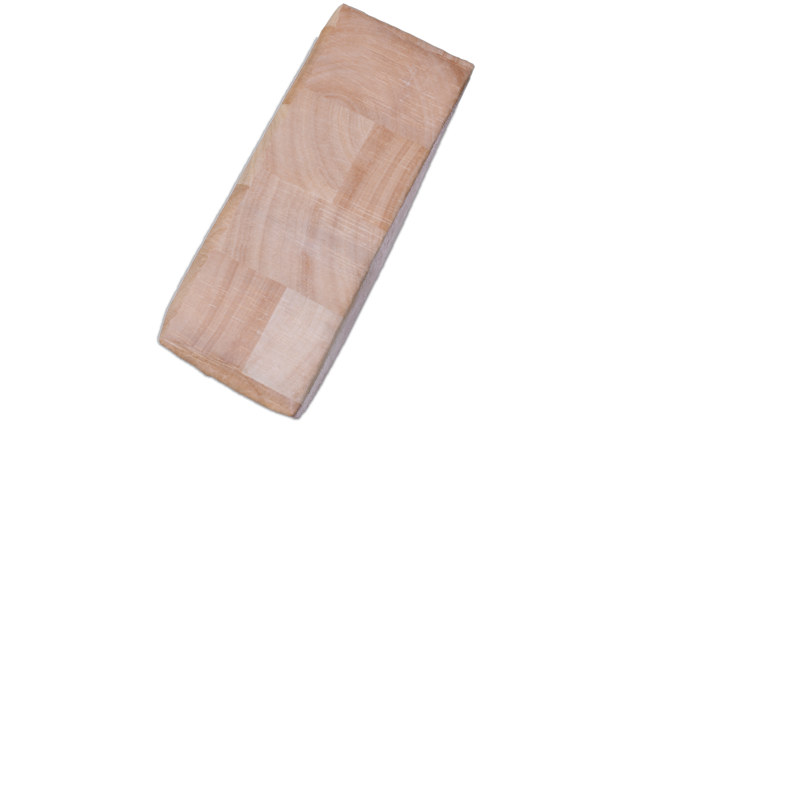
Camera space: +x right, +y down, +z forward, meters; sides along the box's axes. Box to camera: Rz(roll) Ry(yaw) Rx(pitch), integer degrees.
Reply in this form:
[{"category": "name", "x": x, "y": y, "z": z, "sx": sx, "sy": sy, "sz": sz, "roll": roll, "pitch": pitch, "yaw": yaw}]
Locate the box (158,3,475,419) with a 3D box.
[{"category": "box", "x": -0.043, "y": -0.078, "z": 0.547, "sx": 0.072, "sy": 0.166, "sz": 0.211, "roll": 27, "pitch": -5, "yaw": -3}]
